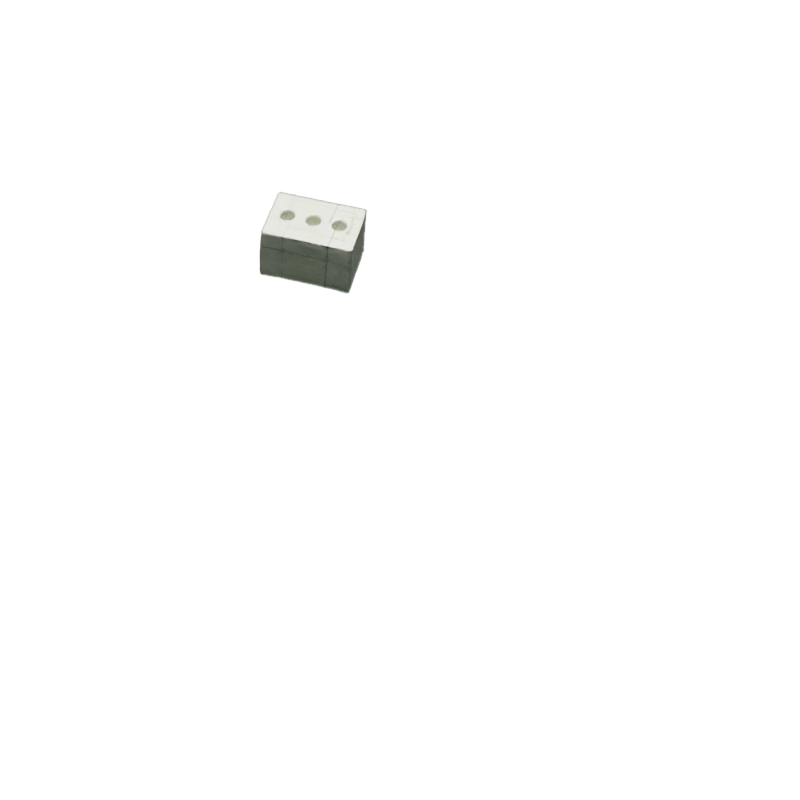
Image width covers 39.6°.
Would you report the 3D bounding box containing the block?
[{"bbox_3d":[-0.071,-0.130,0.910,0.079,0.056,0.048,12,-40,9],"label":"block"}]
